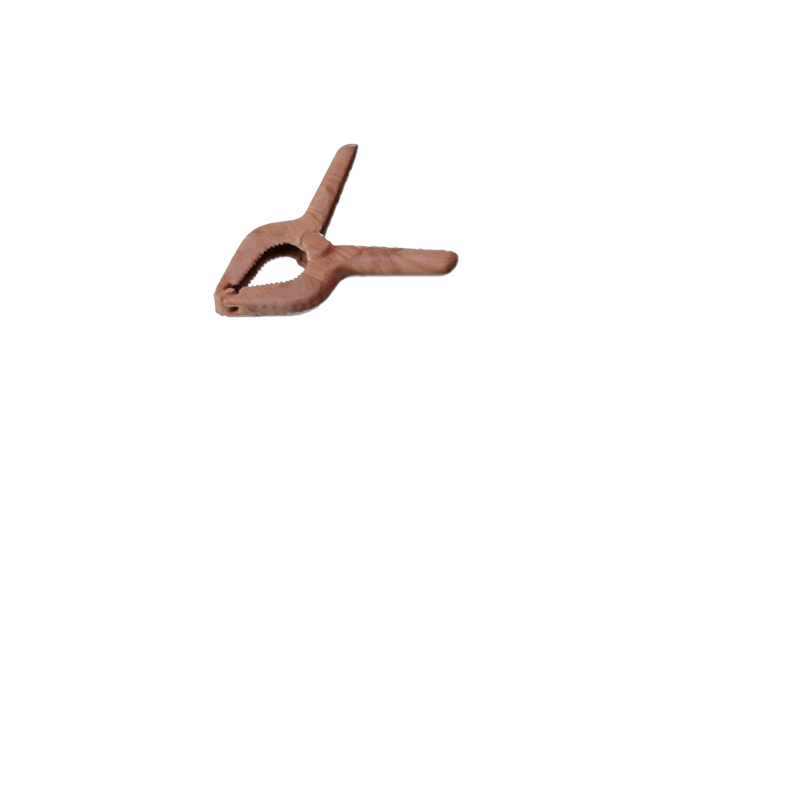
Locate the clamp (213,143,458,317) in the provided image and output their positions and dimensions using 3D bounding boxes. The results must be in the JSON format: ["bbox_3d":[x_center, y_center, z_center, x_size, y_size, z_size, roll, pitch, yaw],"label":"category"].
[{"bbox_3d":[-0.077,-0.140,0.984,0.209,0.176,0.034,-25,-30,-15],"label":"clamp"}]
